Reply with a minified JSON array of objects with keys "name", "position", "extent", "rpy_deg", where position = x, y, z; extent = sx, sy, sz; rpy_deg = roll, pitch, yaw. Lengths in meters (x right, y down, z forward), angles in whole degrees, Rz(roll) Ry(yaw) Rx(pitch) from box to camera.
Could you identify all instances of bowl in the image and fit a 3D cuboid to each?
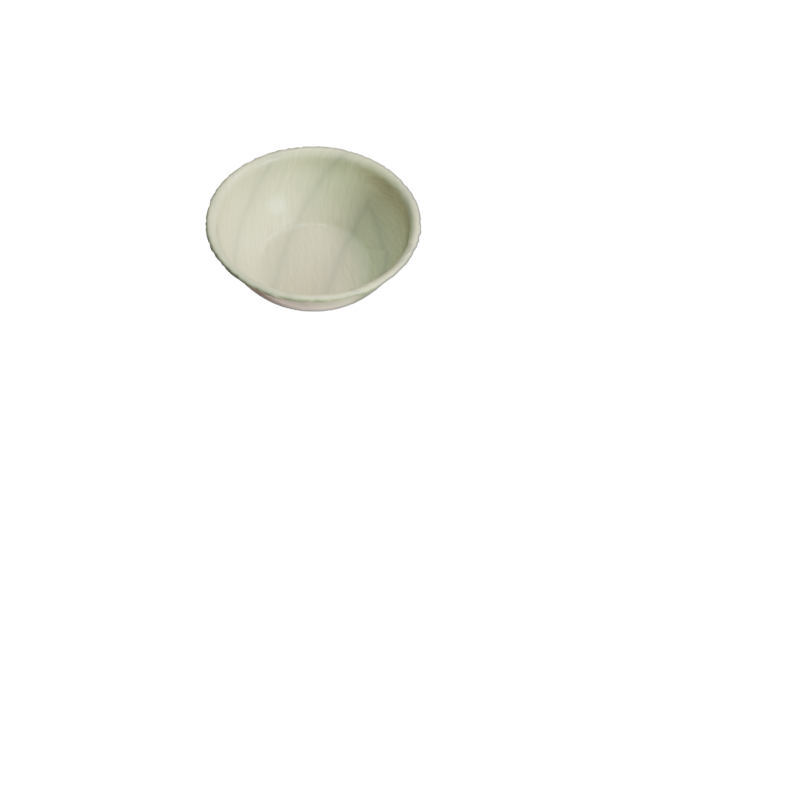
[{"name":"bowl","position":[-0.067,-0.121,0.850],"extent":[0.162,0.174,0.051],"rpy_deg":[-1,-39,-1]}]
